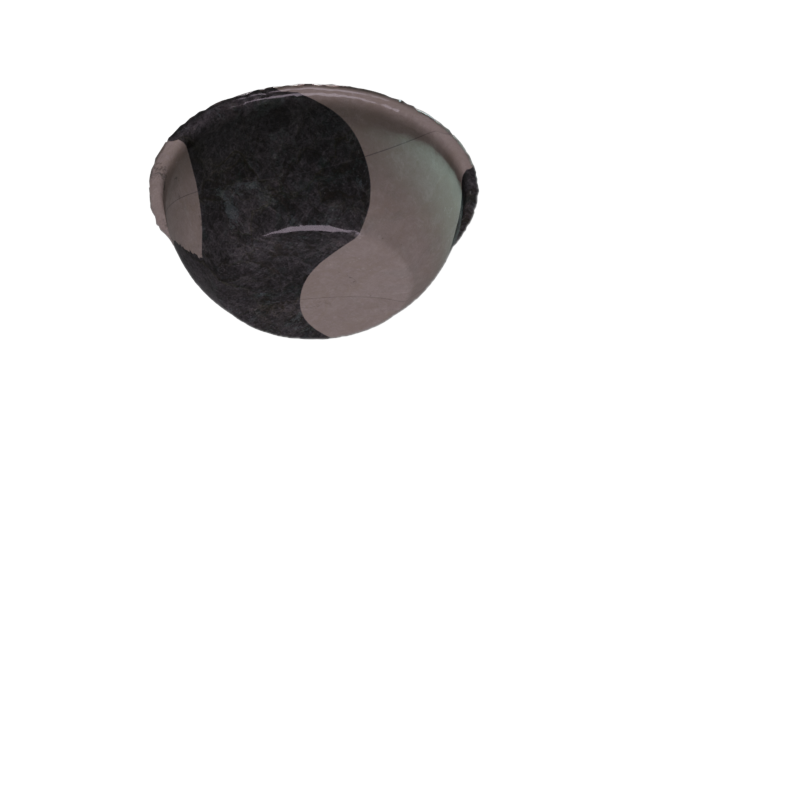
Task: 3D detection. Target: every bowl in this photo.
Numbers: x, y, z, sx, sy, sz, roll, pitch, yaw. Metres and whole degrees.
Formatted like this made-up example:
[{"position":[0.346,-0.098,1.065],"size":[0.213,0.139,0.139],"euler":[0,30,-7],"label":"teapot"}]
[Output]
[{"position":[-0.042,-0.076,0.530],"size":[0.162,0.059,0.152],"euler":[1,-32,-2],"label":"bowl"}]
